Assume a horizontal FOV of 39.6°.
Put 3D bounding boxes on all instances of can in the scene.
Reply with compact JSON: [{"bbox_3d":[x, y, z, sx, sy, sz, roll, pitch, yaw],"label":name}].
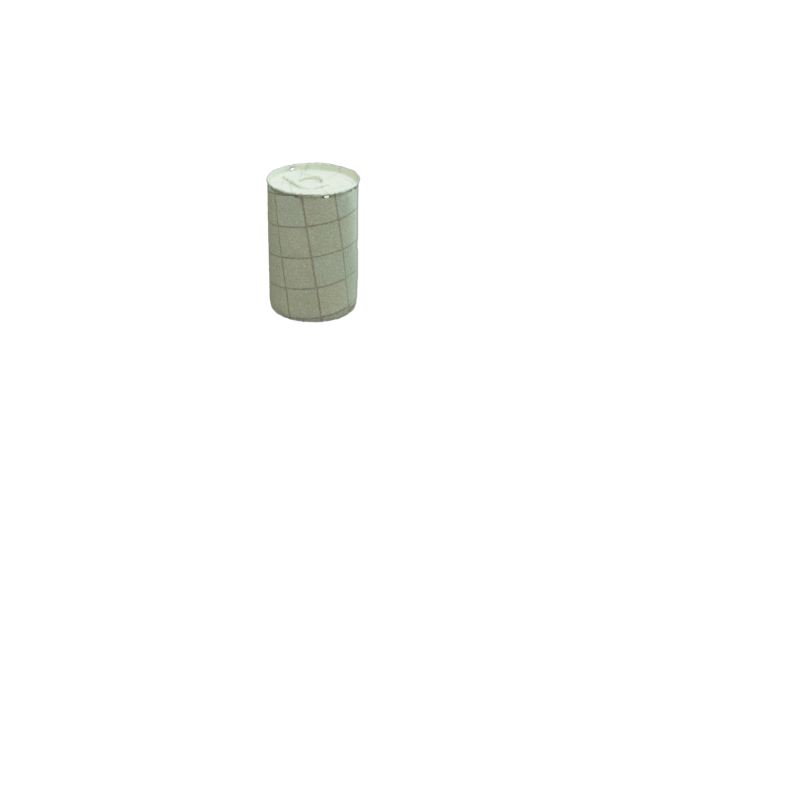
[{"bbox_3d":[-0.064,-0.117,0.822,0.068,0.097,0.072,0,26,-2],"label":"can"}]
